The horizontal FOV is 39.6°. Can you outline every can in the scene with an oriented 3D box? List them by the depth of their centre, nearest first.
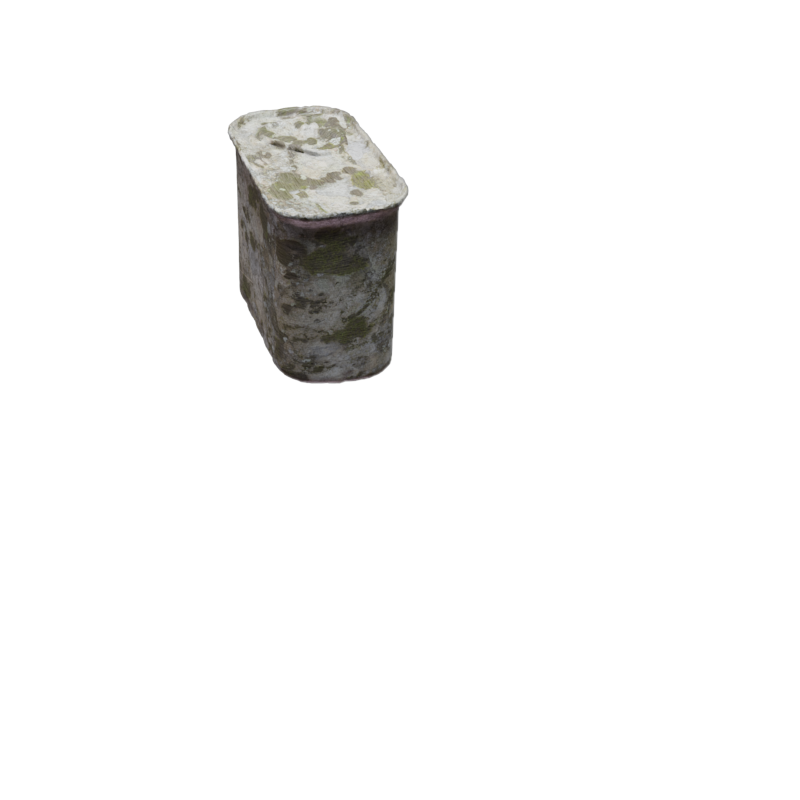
[{"bbox_3d":[-0.037,-0.068,0.478,0.057,0.079,0.110,-9,36,-16],"label":"can"}]
